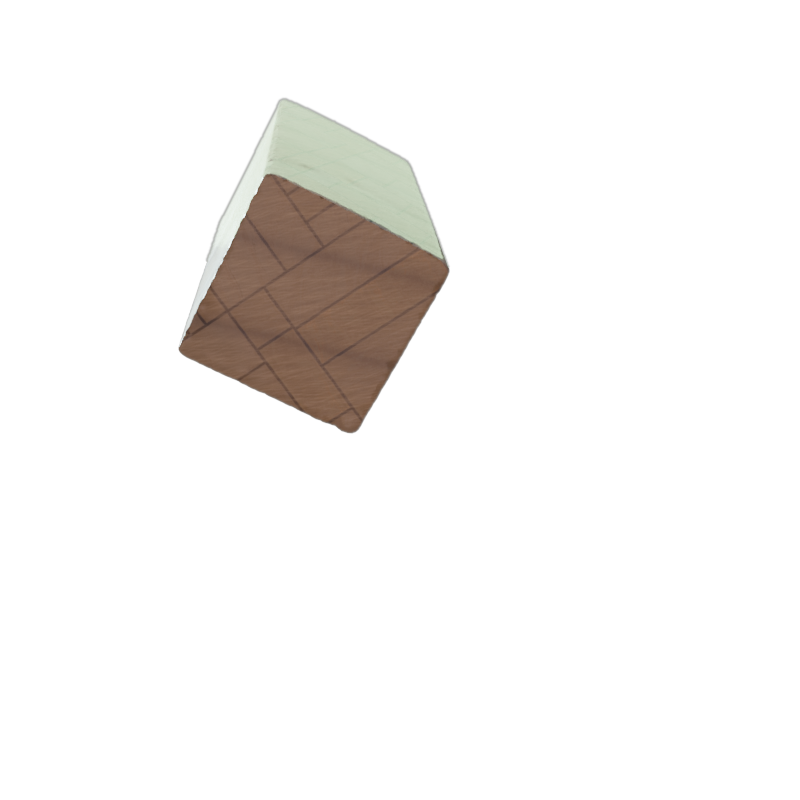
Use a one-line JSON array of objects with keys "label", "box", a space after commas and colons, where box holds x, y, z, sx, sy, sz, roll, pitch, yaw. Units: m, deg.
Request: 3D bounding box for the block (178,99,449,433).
[{"label": "block", "box": [-0.044, -0.081, 0.567, 0.088, 0.089, 0.216, 26, 18, -13]}]
